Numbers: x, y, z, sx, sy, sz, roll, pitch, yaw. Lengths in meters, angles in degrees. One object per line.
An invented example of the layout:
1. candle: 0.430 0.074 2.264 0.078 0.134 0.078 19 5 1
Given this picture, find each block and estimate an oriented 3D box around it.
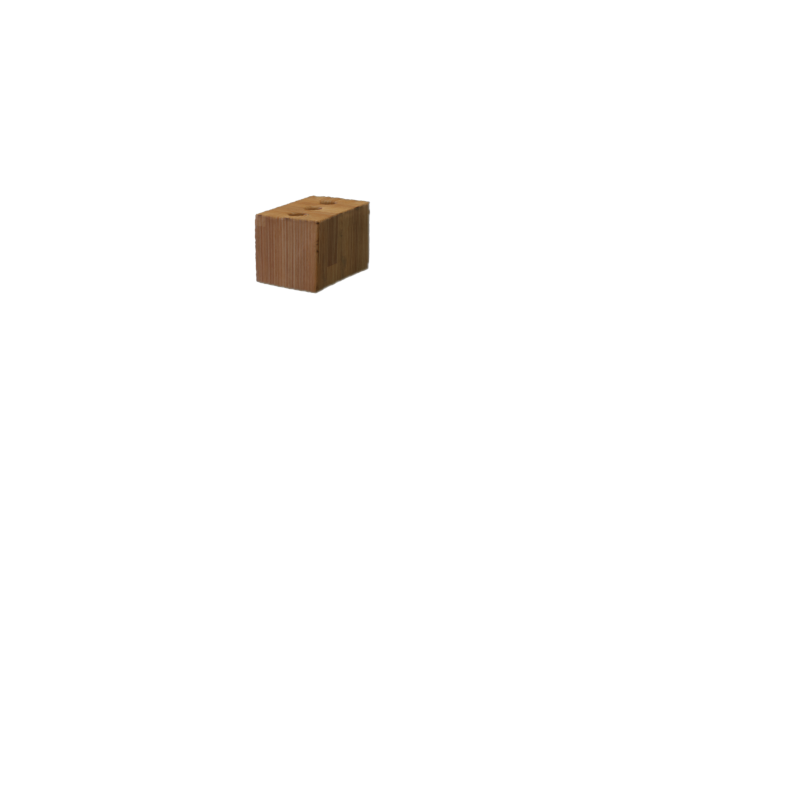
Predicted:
1. block: -0.062 -0.113 0.794 0.055 0.049 0.078 10 21 26
